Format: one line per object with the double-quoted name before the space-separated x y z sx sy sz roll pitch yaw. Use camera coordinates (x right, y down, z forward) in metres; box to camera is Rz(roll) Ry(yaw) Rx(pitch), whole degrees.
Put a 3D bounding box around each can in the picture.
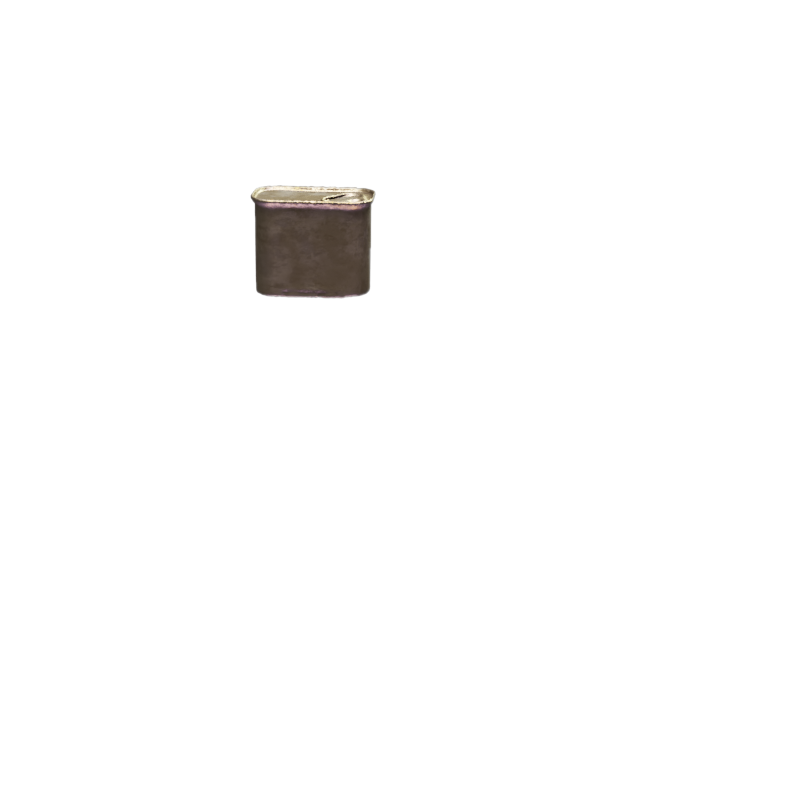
"can" -0.073 -0.133 0.928 0.102 0.081 0.059 2 18 4
